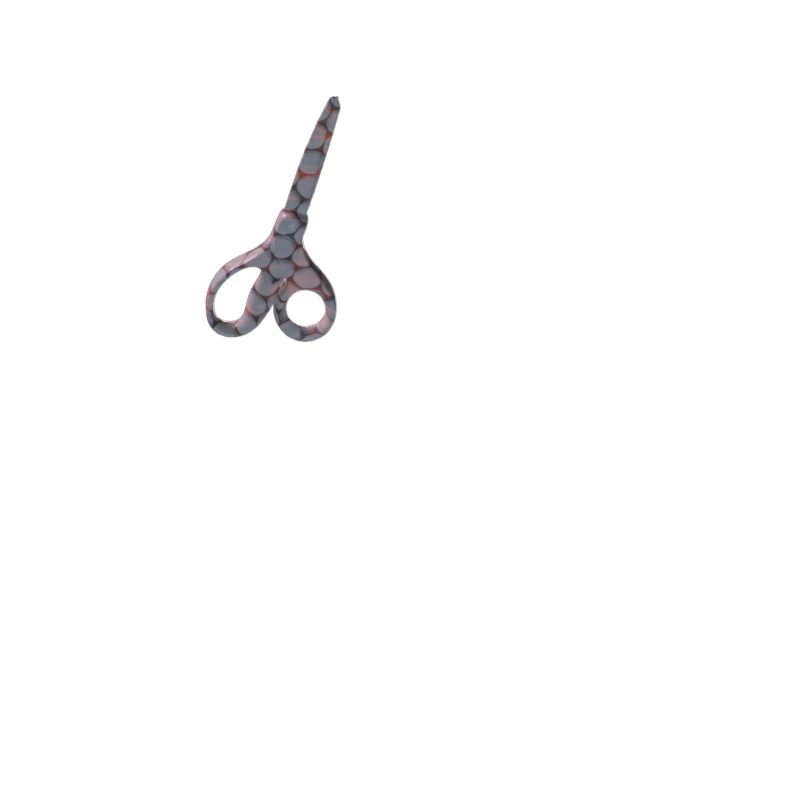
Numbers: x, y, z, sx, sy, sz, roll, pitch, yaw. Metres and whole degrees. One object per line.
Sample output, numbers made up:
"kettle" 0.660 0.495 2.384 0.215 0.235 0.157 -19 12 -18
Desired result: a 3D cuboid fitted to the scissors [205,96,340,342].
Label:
"scissors" -0.055 -0.101 0.705 0.092 0.017 0.196 25 -50 -23
